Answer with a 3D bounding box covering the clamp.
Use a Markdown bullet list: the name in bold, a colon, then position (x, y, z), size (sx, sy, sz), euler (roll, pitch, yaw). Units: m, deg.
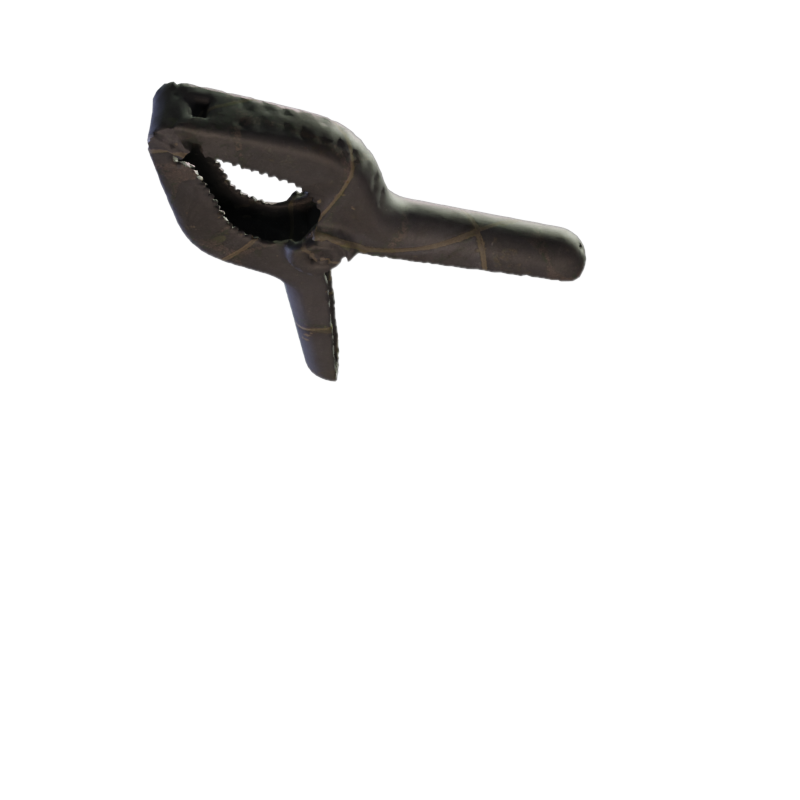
- **clamp**: position (-0.040, -0.073, 0.514), size (0.197, 0.039, 0.164), euler (27, -41, -35)
